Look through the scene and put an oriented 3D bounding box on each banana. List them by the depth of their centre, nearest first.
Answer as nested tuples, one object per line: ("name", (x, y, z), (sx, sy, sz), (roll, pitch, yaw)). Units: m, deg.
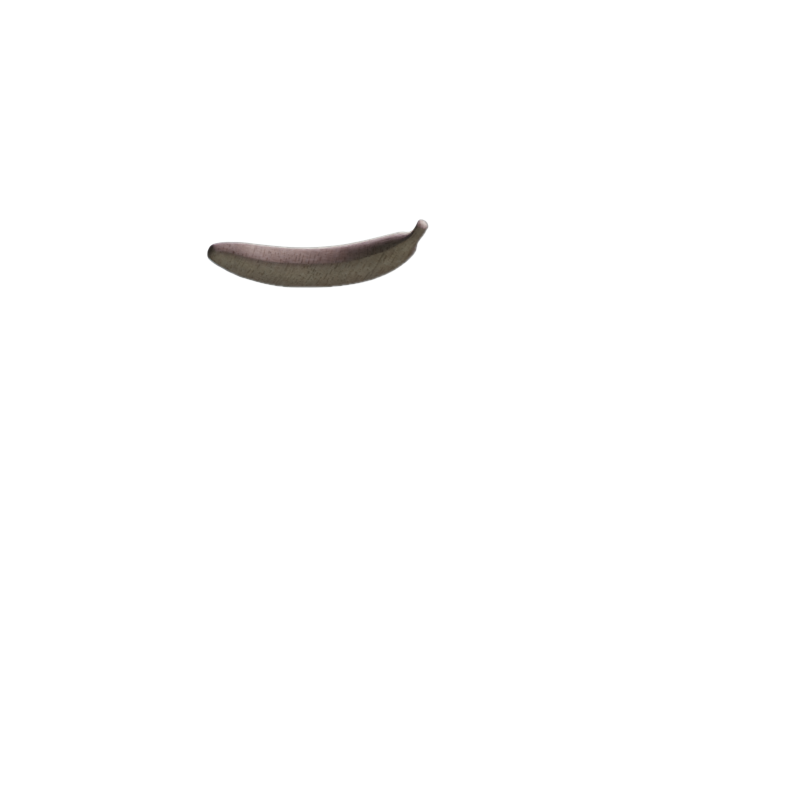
("banana", (-0.071, -0.129, 0.995), (0.199, 0.039, 0.064), (-7, -44, 7))
